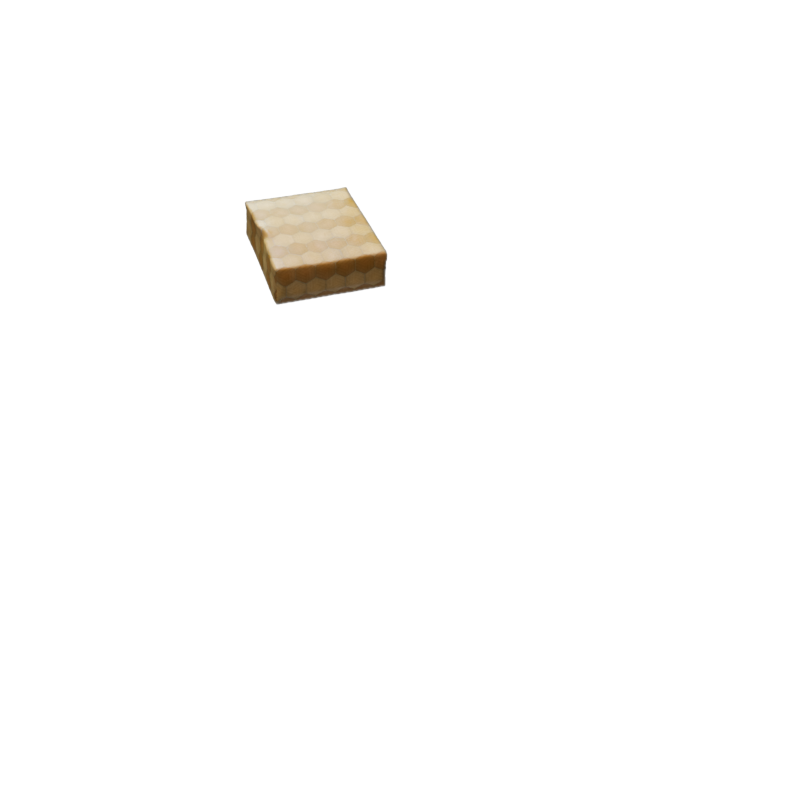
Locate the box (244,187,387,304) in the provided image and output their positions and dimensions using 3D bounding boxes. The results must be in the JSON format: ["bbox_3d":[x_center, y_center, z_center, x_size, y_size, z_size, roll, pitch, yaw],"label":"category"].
[{"bbox_3d":[-0.057,-0.104,0.725,0.072,0.028,0.097,-11,40,-14],"label":"box"}]
